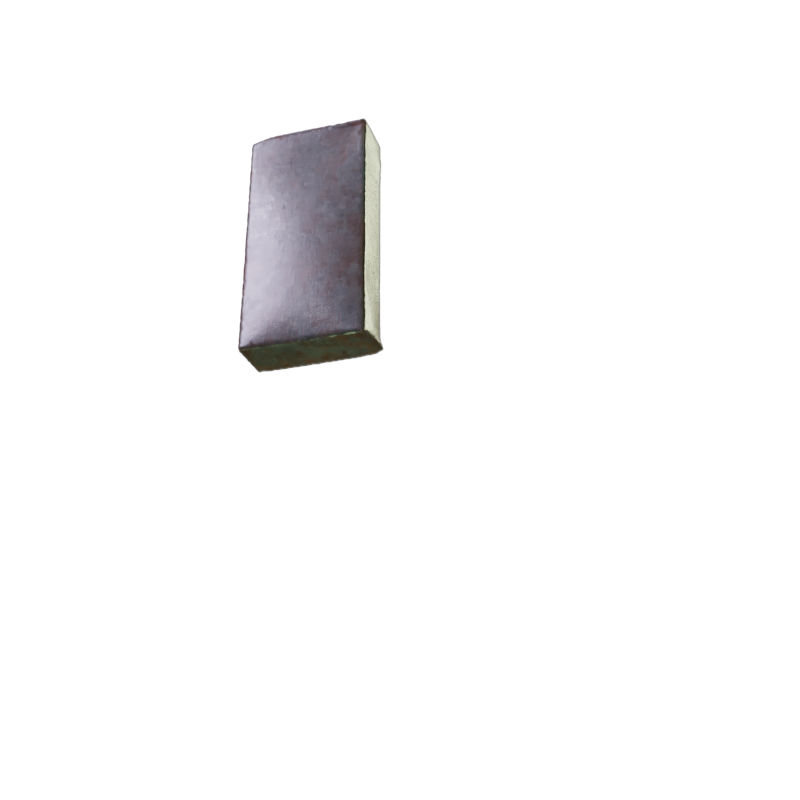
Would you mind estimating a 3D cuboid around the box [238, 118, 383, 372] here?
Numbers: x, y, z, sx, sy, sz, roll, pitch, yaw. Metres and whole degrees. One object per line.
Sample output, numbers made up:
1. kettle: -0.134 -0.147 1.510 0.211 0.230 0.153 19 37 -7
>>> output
1. box: -0.062 -0.113 0.787 0.095 0.187 0.044 -10 -29 16
